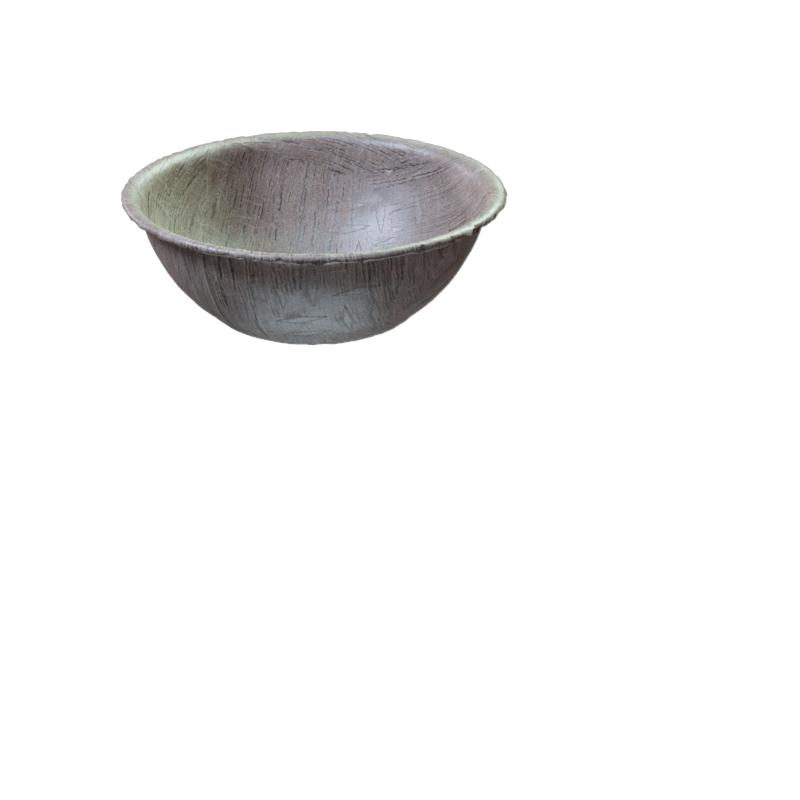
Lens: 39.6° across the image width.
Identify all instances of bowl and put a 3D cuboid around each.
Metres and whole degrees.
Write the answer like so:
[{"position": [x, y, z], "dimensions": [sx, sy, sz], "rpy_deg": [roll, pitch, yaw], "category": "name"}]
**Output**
[{"position": [-0.037, -0.068, 0.478], "dimensions": [0.162, 0.052, 0.171], "rpy_deg": [-1, 28, -2], "category": "bowl"}]
